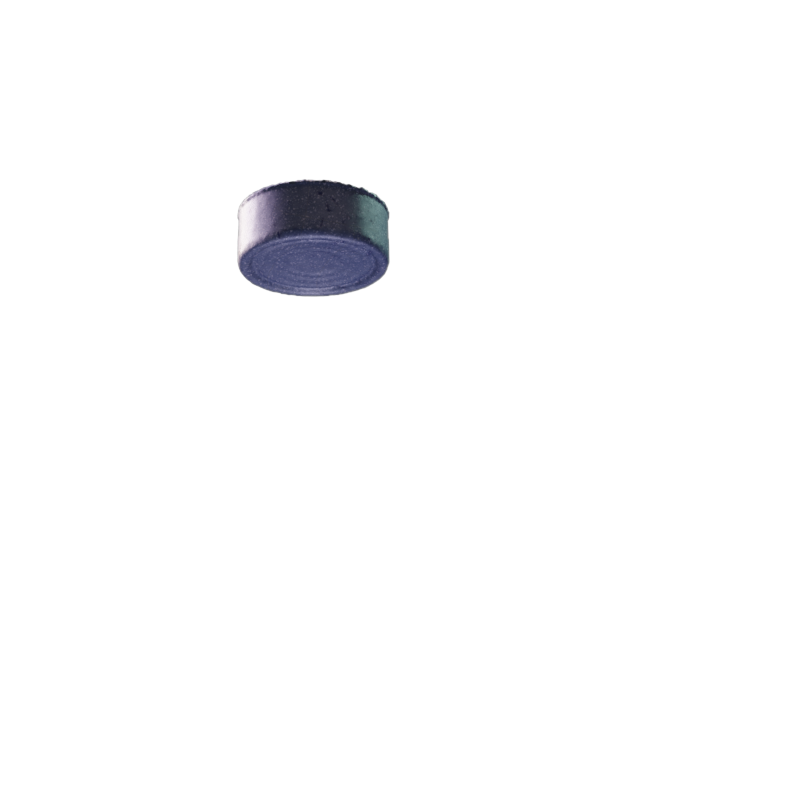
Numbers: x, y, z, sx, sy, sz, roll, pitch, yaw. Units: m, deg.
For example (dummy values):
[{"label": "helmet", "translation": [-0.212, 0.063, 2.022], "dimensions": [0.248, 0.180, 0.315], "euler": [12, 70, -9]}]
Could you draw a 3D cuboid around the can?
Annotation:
[{"label": "can", "translation": [-0.048, -0.088, 0.619], "dimensions": [0.086, 0.035, 0.082], "euler": [0, -19, -2]}]
